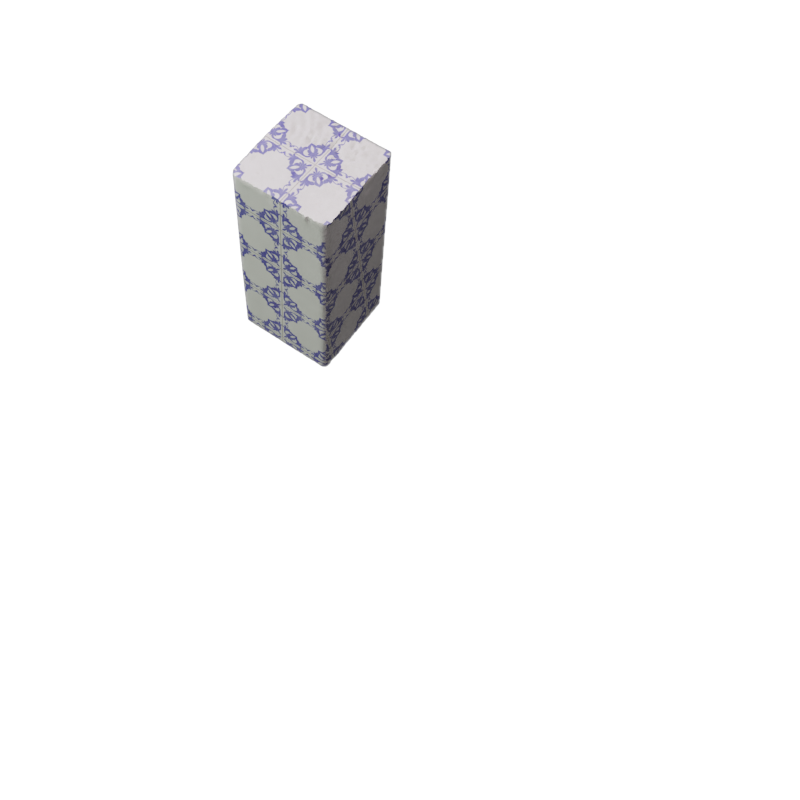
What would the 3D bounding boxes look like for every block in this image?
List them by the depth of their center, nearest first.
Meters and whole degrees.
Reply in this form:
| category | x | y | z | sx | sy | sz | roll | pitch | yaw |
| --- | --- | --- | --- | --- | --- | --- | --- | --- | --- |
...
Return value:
| category | x | y | z | sx | sy | sz | roll | pitch | yaw |
| --- | --- | --- | --- | --- | --- | --- | --- | --- | --- |
| block | -0.072 | -0.130 | 0.912 | 0.094 | 0.092 | 0.193 | 32 | -27 | 15 |
